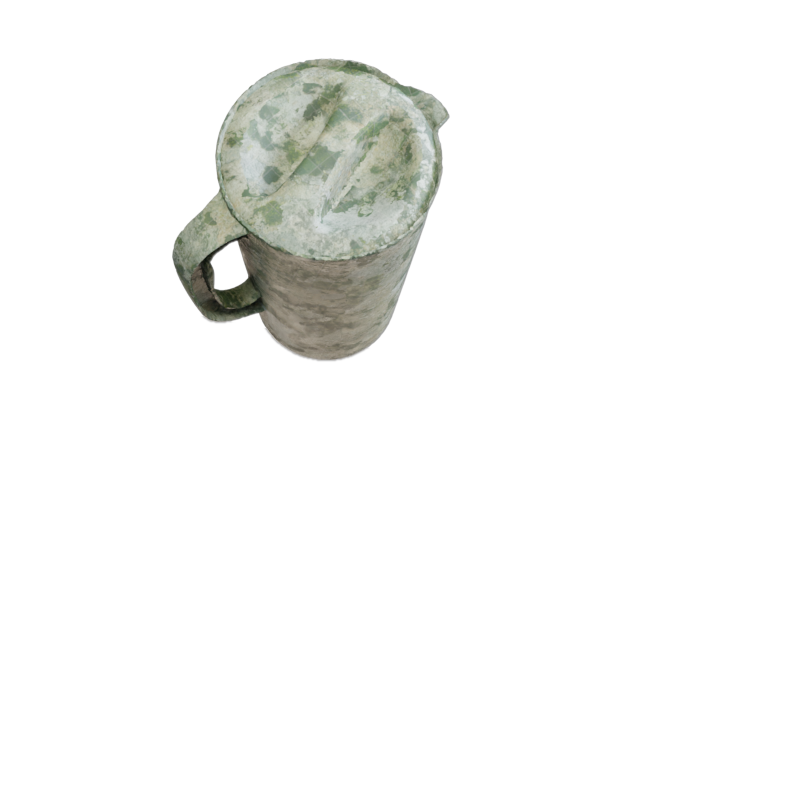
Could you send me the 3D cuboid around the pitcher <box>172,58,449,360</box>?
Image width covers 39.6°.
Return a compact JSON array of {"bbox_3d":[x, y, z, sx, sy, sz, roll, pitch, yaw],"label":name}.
[{"bbox_3d":[-0.059,-0.107,0.748,0.150,0.151,0.232,11,-19,1],"label":"pitcher"}]
